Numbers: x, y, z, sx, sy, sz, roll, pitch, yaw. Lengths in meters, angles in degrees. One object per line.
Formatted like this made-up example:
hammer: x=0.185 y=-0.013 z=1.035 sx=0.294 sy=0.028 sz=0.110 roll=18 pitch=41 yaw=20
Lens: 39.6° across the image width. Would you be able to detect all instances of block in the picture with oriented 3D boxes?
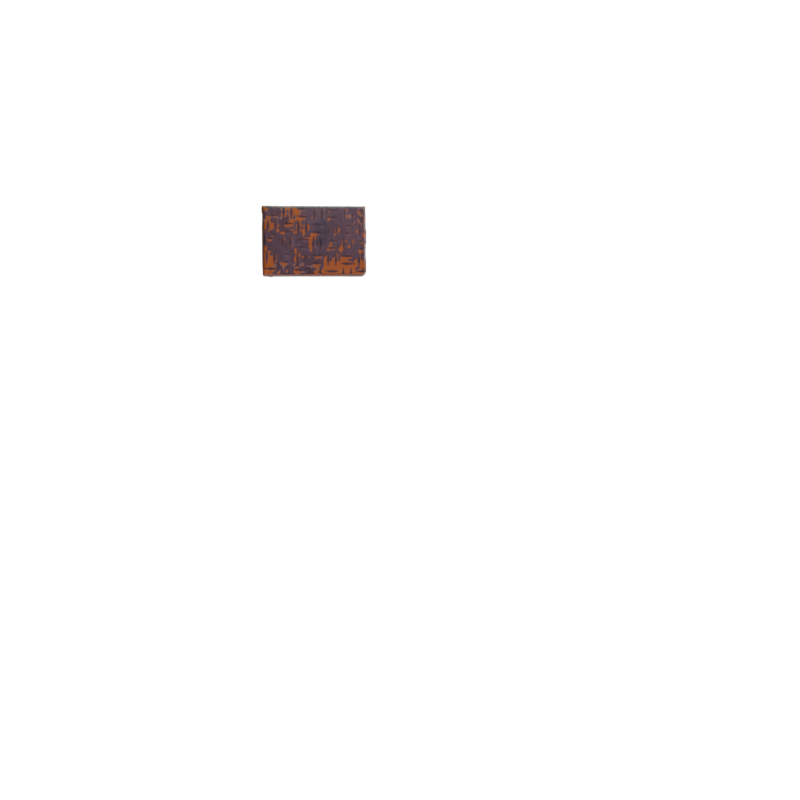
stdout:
block: x=-0.065 y=-0.119 z=0.830 sx=0.077 sy=0.051 sz=0.053 roll=0 pitch=0 yaw=-4
